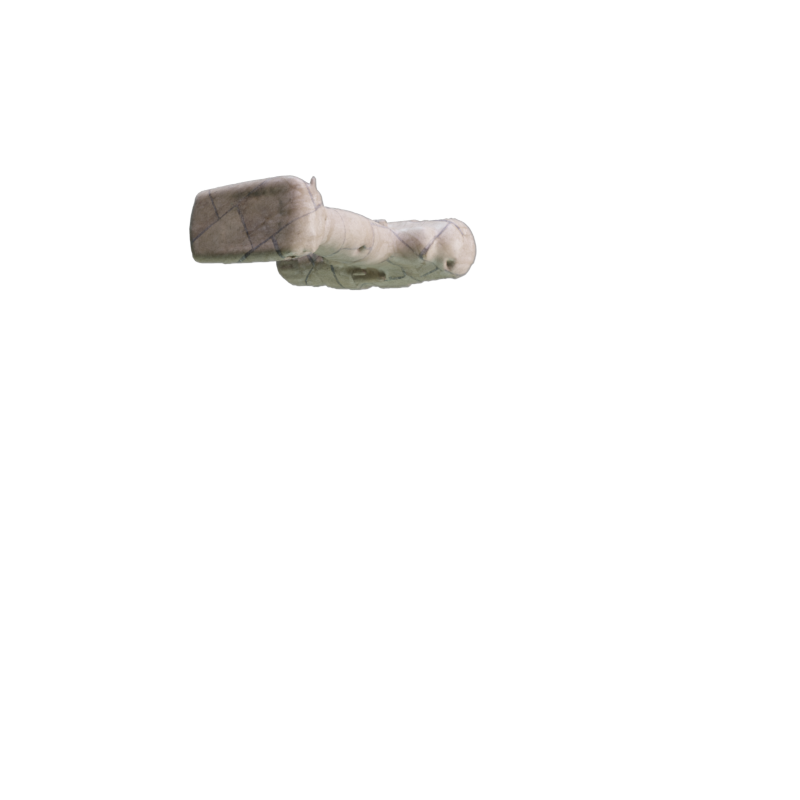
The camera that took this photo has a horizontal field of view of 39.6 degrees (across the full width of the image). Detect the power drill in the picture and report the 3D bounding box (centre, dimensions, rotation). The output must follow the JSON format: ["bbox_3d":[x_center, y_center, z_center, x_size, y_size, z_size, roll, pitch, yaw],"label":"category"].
[{"bbox_3d":[-0.064,-0.117,0.822,0.190,0.058,0.179,-2,-3,38],"label":"power drill"}]
